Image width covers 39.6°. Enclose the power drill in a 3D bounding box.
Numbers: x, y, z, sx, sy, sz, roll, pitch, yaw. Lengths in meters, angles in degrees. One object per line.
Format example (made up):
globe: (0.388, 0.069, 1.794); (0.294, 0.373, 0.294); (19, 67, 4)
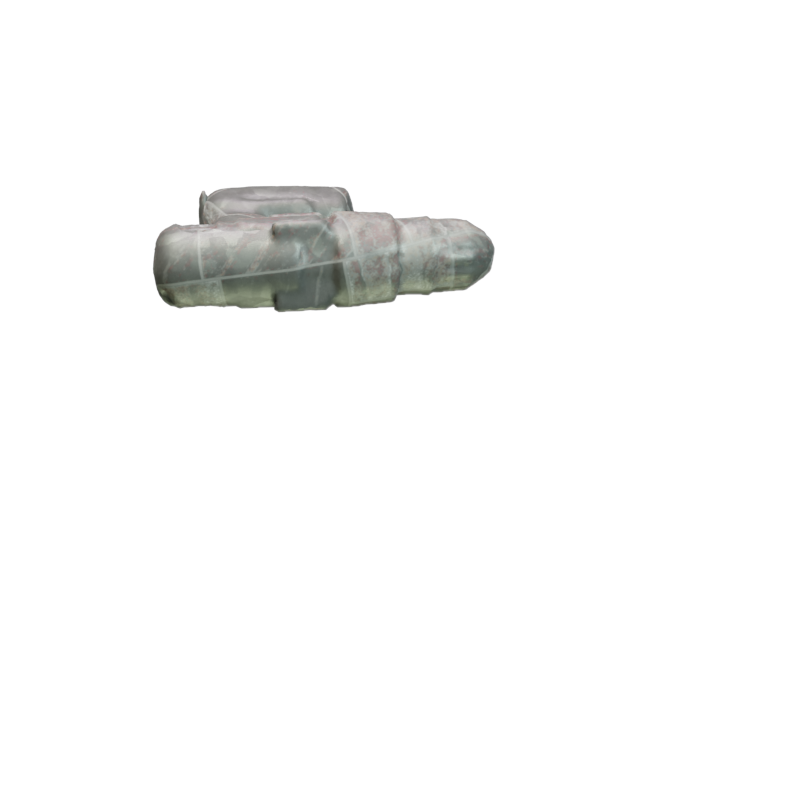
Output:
power drill: (-0.052, -0.095, 0.667); (0.183, 0.056, 0.194); (-2, 14, -7)
